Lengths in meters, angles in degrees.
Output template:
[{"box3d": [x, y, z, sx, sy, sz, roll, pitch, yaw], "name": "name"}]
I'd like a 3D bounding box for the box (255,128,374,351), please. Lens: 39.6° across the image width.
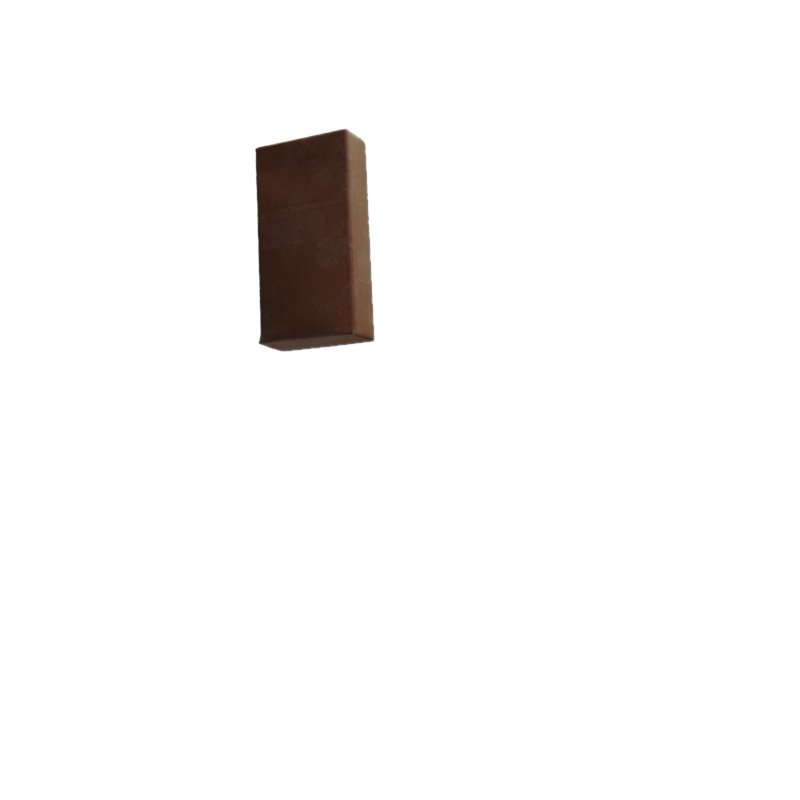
[{"box3d": [-0.073, -0.134, 0.939, 0.095, 0.183, 0.045, -8, -16, 26], "name": "box"}]
